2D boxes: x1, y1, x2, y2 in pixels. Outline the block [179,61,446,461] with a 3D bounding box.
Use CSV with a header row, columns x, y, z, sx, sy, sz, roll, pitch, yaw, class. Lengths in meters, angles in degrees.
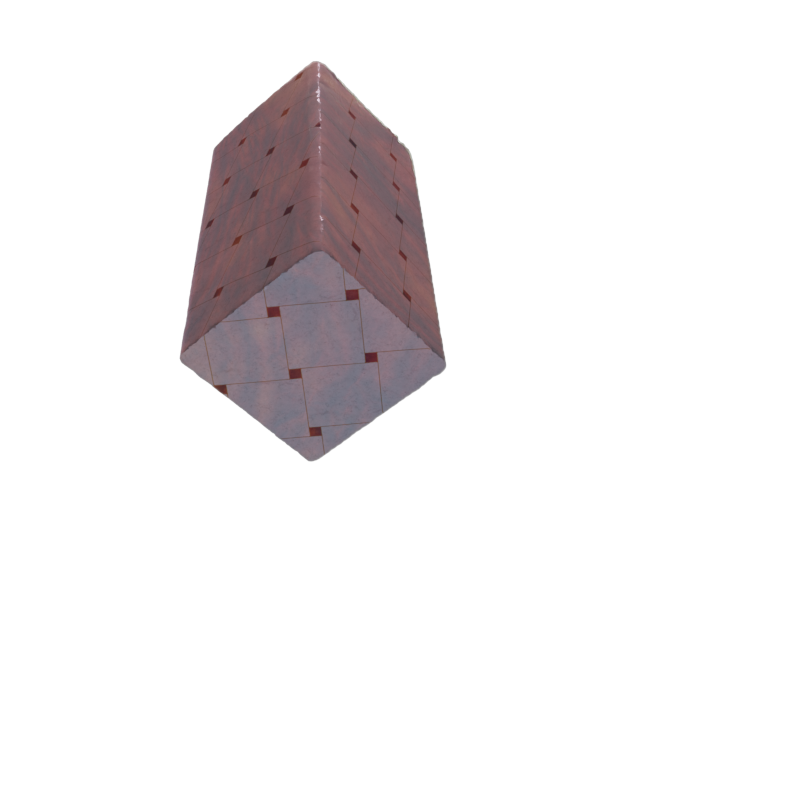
x,y,z,sx,sy,sz,roll,pitch,yaw,class
-0.046,-0.085,0.588,0.089,0.221,0.085,-37,-59,21,block
